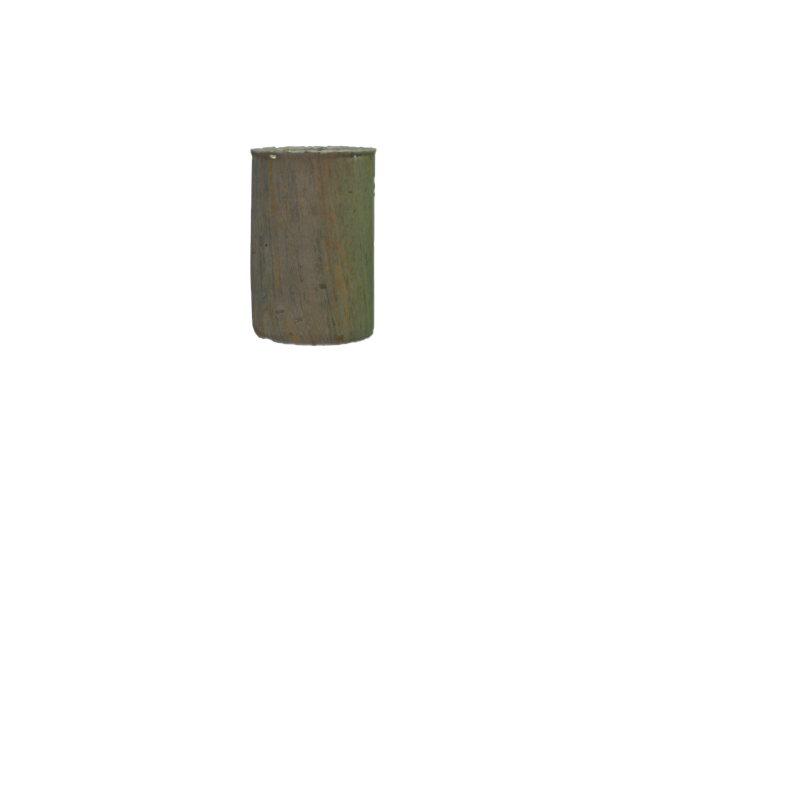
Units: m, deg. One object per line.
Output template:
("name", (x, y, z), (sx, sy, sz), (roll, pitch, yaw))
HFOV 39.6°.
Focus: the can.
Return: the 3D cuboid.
("can", (-0.047, -0.086, 0.601), (0.068, 0.100, 0.070), (0, 9, -2))
